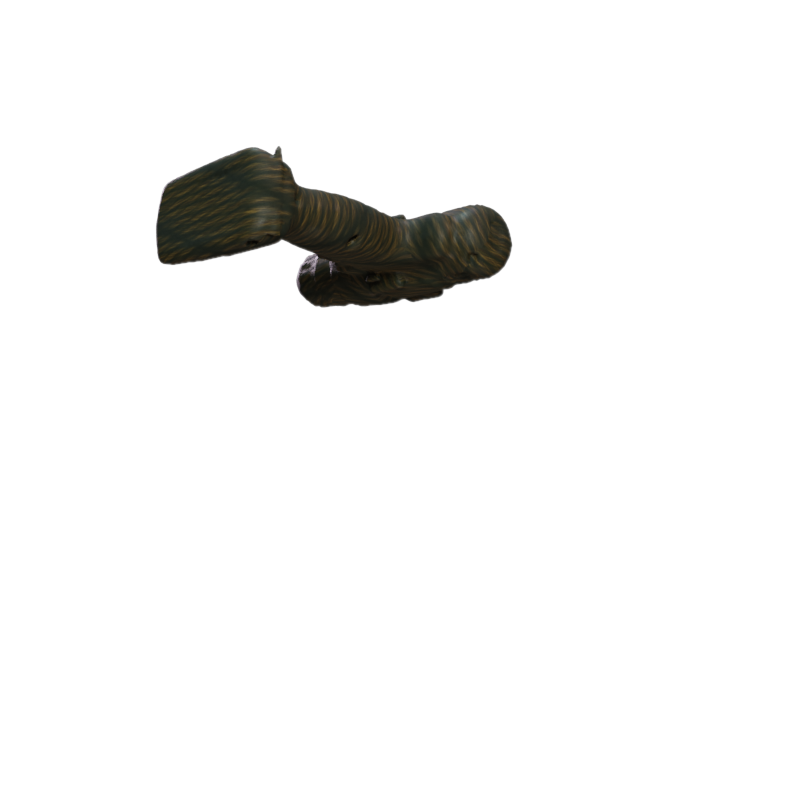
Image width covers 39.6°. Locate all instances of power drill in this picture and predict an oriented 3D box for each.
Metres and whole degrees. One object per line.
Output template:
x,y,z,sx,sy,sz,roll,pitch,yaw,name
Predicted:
-0.054,-0.099,0.692,0.178,0.059,0.188,7,-11,-41,power drill
